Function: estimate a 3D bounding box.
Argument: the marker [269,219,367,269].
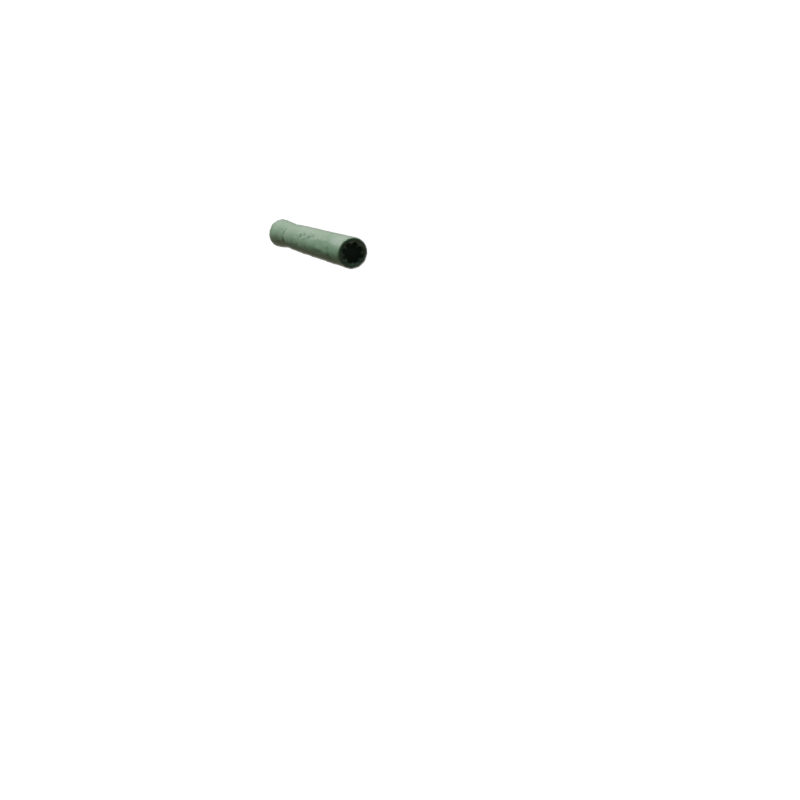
[{"bbox_3d":[-0.055,-0.099,0.696,0.019,0.019,0.127,-2,14,-26],"label":"marker"}]
